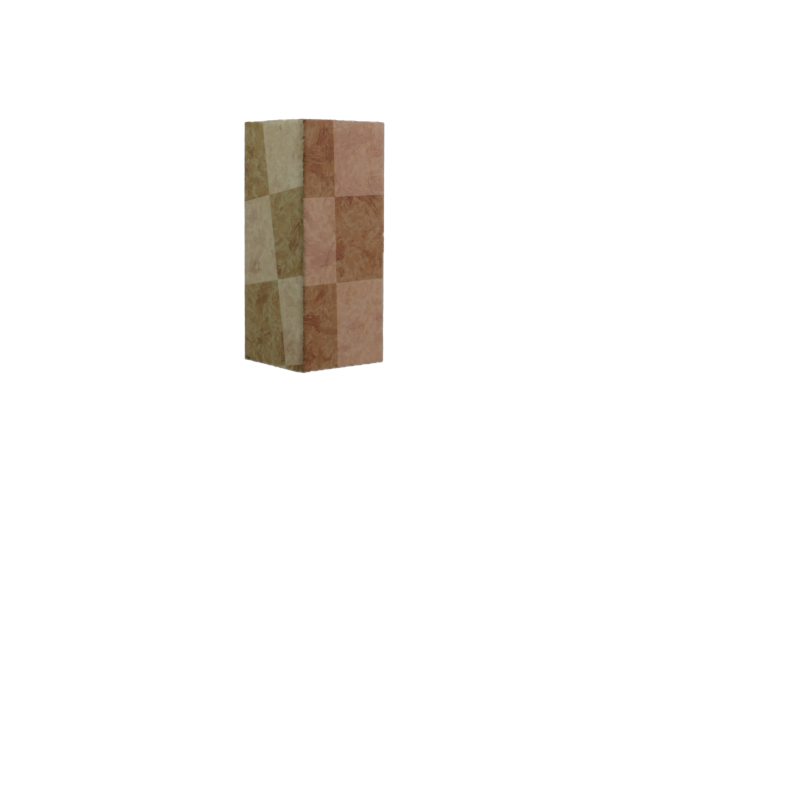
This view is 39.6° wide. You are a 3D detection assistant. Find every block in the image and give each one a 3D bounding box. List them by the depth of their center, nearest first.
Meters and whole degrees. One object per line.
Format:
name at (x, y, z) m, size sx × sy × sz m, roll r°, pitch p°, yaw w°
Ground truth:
block at (-0.075, -0.136, 0.954) m, size 0.088 × 0.204 × 0.094 m, roll -4°, pitch 7°, yaw -39°
